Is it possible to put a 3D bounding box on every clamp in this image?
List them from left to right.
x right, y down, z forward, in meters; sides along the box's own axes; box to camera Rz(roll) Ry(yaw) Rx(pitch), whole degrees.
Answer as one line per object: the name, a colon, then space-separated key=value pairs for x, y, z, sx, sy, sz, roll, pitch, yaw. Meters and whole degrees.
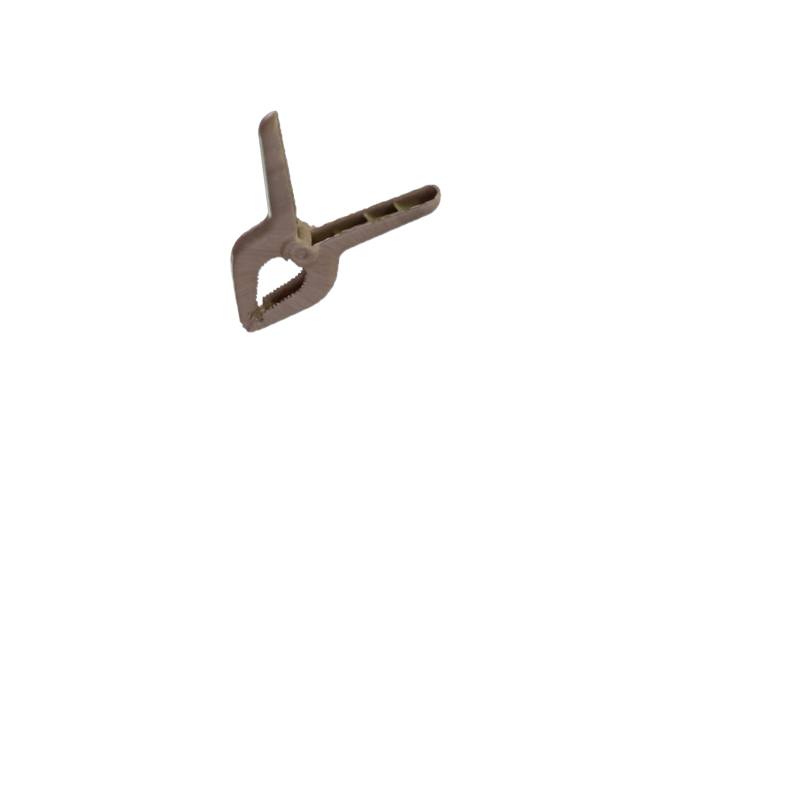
clamp: x=-0.074 y=-0.135 z=0.944 sx=0.160 sy=0.201 sz=0.039 roll=19 pitch=36 yaw=-15
